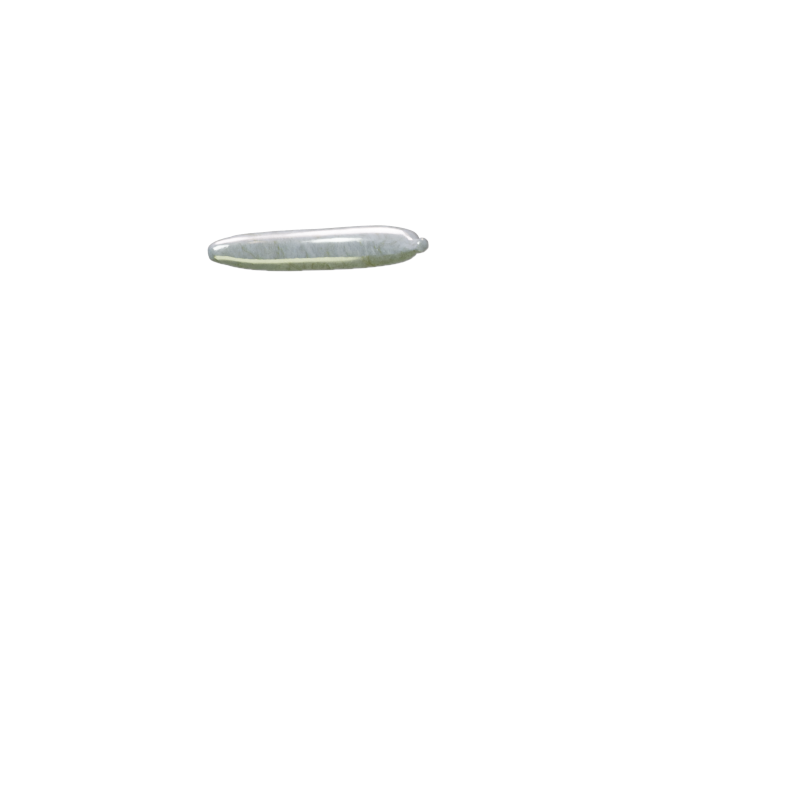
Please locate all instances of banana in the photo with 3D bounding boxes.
[{"bbox_3d":[-0.067,-0.135,0.972,0.201,0.038,0.067,-2,-7,16],"label":"banana"}]
